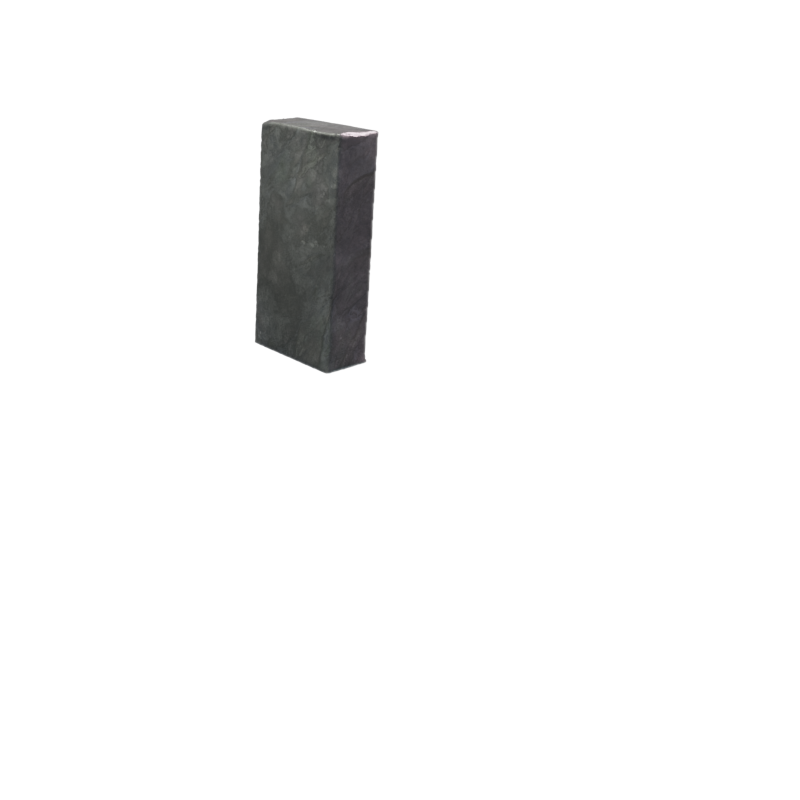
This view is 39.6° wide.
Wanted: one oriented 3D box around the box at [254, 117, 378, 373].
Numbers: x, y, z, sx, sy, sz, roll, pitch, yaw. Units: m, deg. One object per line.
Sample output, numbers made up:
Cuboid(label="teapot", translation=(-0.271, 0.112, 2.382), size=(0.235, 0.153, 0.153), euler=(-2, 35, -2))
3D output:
Cuboid(label="box", translation=(-0.065, -0.118, 0.827), size=(0.047, 0.170, 0.099), euler=(-12, 20, -40))
